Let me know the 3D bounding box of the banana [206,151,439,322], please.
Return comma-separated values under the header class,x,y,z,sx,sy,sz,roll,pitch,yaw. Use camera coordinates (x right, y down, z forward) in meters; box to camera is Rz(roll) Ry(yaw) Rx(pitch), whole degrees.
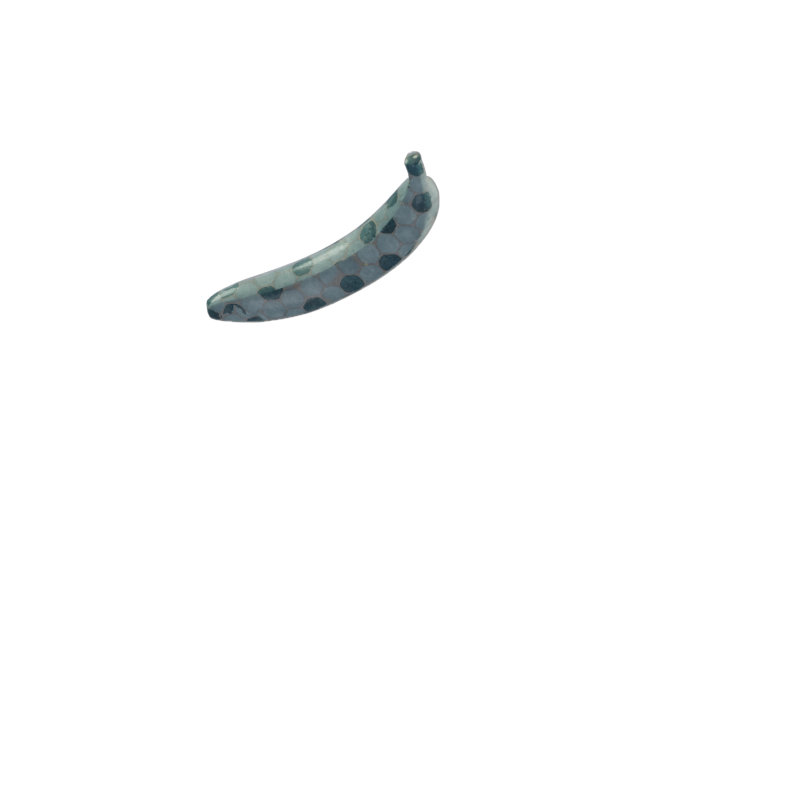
class,x,y,z,sx,sy,sz,roll,pitch,yaw
banana,-0.042,-0.097,0.734,0.196,0.039,0.065,-32,-52,29
